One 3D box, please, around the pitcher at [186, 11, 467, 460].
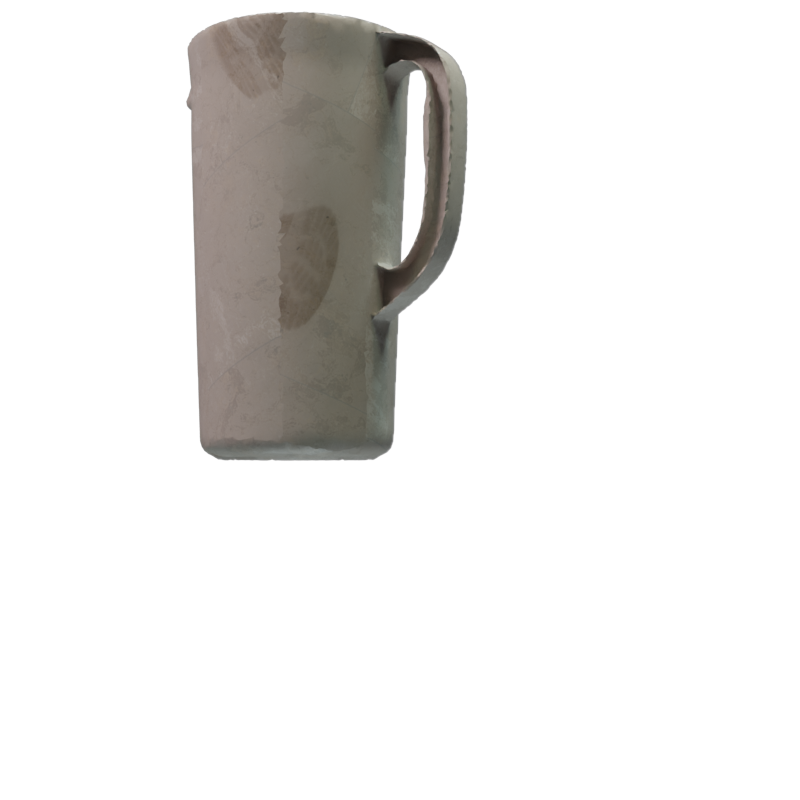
[{"bbox_3d":[-0.049,-0.090,0.629,0.142,0.249,0.149,1,-8,-13],"label":"pitcher"}]
